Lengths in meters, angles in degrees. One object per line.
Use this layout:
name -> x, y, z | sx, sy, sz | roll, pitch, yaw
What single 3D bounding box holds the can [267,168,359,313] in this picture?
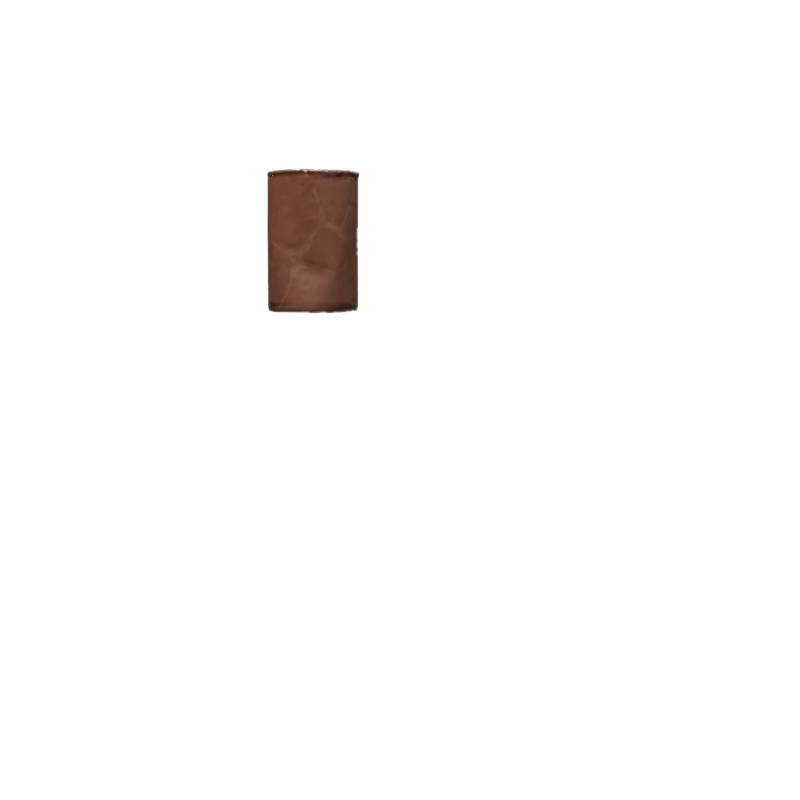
can -> -0.064, -0.116, 0.813 | 0.068, 0.102, 0.069 | 0, 1, -2
